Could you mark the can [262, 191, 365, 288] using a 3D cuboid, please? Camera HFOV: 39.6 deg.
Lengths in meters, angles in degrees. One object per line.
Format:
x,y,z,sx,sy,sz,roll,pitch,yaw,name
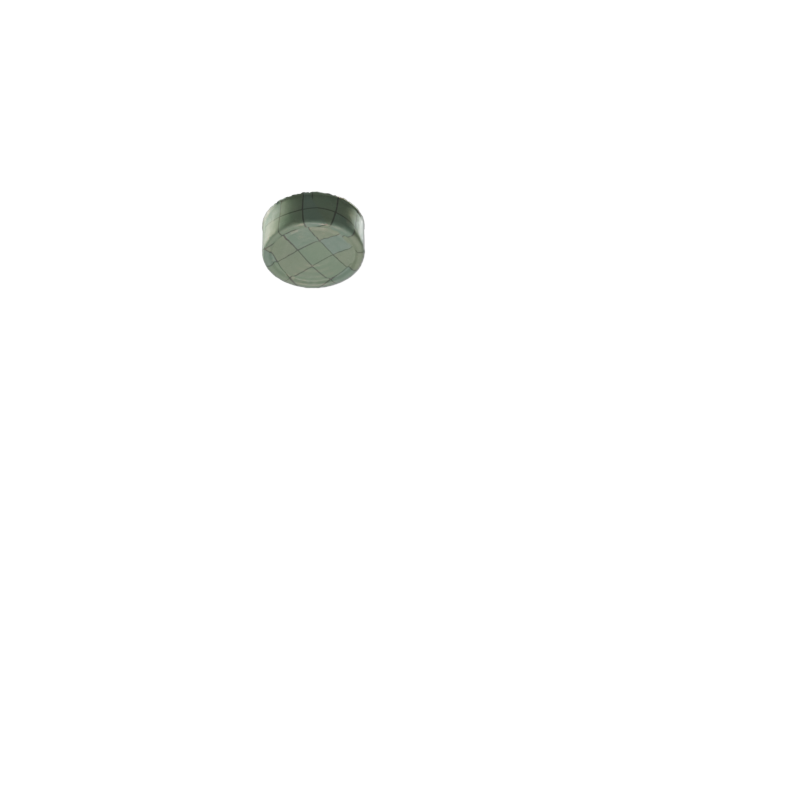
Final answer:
-0.072,-0.131,0.914,0.086,0.036,0.080,1,-37,-2,can
